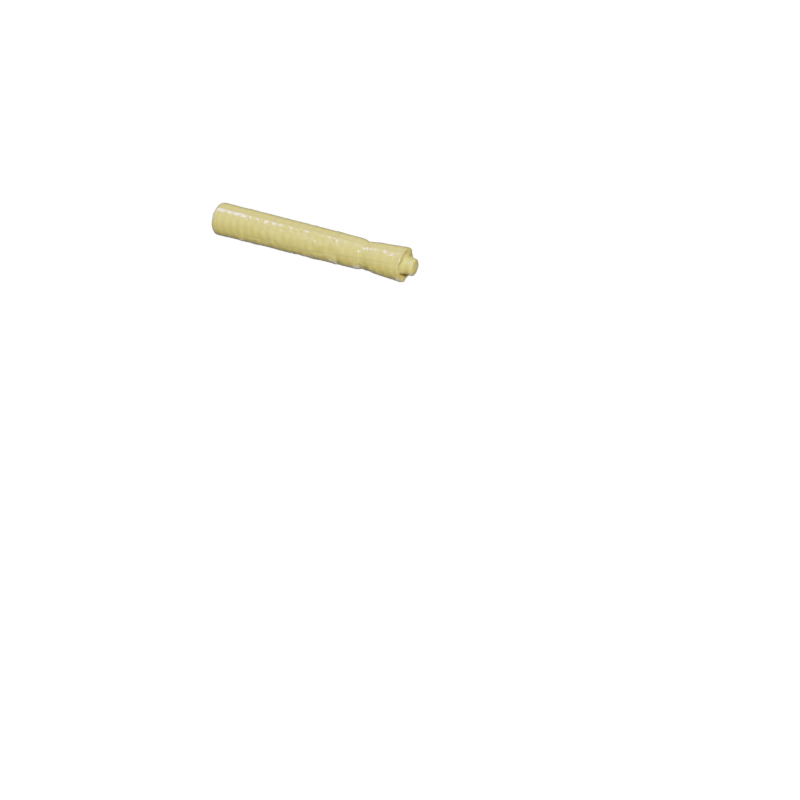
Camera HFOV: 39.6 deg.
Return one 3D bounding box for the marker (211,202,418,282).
[{"bbox_3d":[-0.047,-0.085,0.597,0.126,0.019,0.019,17,11,25],"label":"marker"}]
